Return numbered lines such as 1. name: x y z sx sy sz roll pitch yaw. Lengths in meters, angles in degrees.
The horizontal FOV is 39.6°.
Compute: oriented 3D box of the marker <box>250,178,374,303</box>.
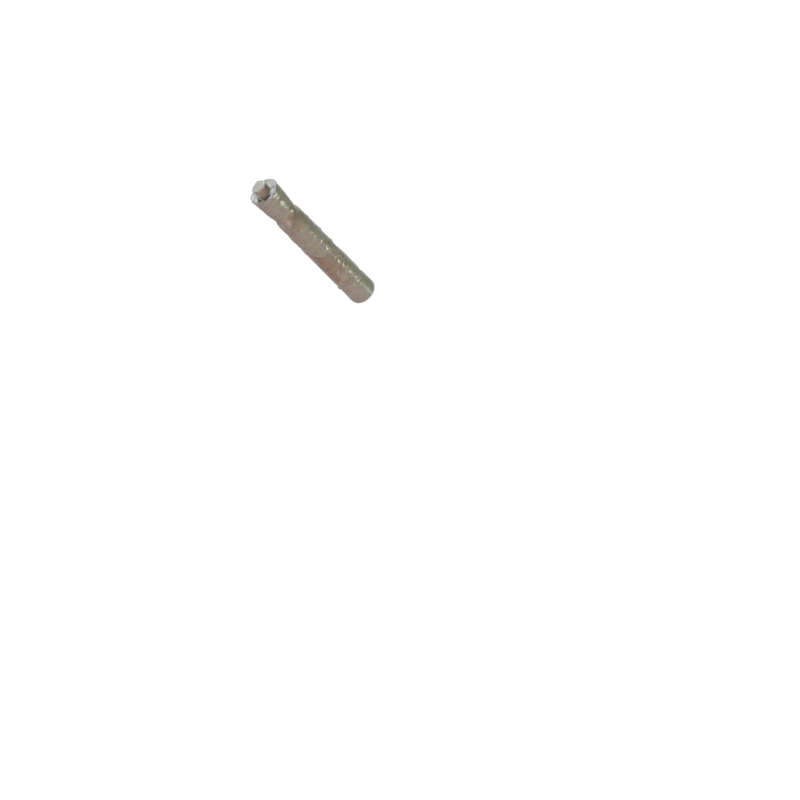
1. marker: -0.054 -0.099 0.690 0.021 0.020 0.112 3 -27 39
